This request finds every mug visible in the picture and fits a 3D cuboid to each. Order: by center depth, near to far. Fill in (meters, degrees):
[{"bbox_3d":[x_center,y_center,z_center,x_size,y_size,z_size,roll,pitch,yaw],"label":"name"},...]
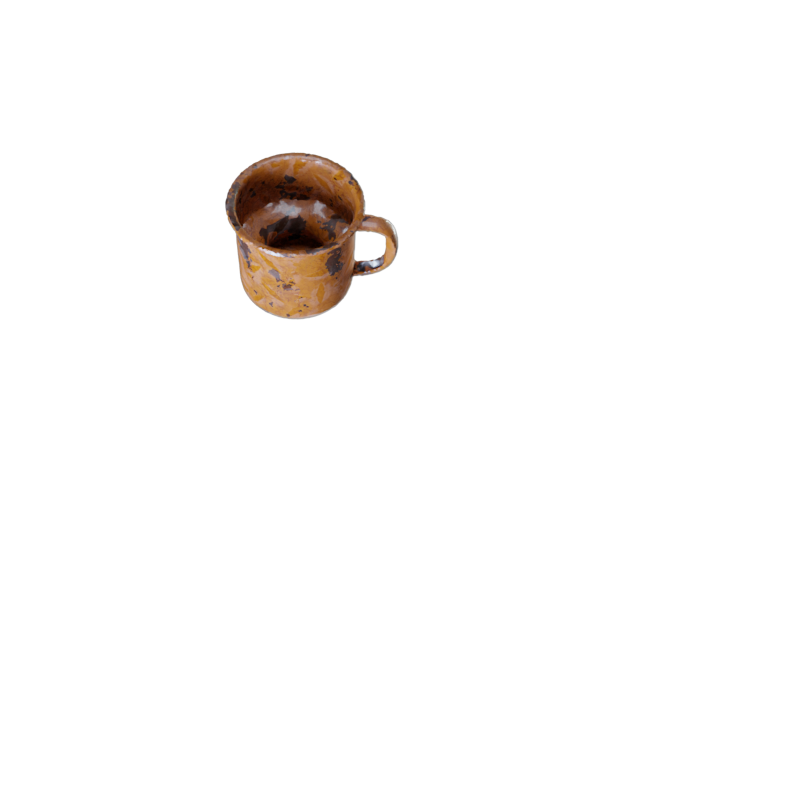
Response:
[{"bbox_3d":[-0.060,-0.109,0.766,0.117,0.100,0.076,2,-36,0],"label":"mug"}]
